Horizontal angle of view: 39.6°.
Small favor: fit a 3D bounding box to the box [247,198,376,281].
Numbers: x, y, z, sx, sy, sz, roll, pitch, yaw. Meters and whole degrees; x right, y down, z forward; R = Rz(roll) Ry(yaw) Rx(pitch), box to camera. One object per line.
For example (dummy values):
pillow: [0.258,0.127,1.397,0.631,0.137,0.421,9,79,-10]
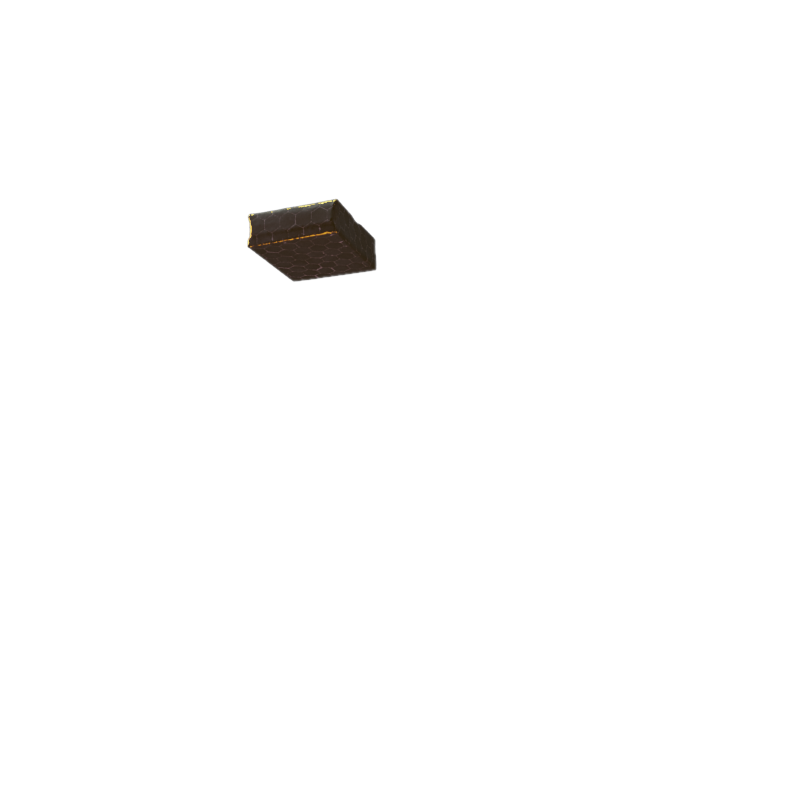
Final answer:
box: [-0.067,-0.122,0.856,0.074,0.032,0.084,-6,-17,20]
